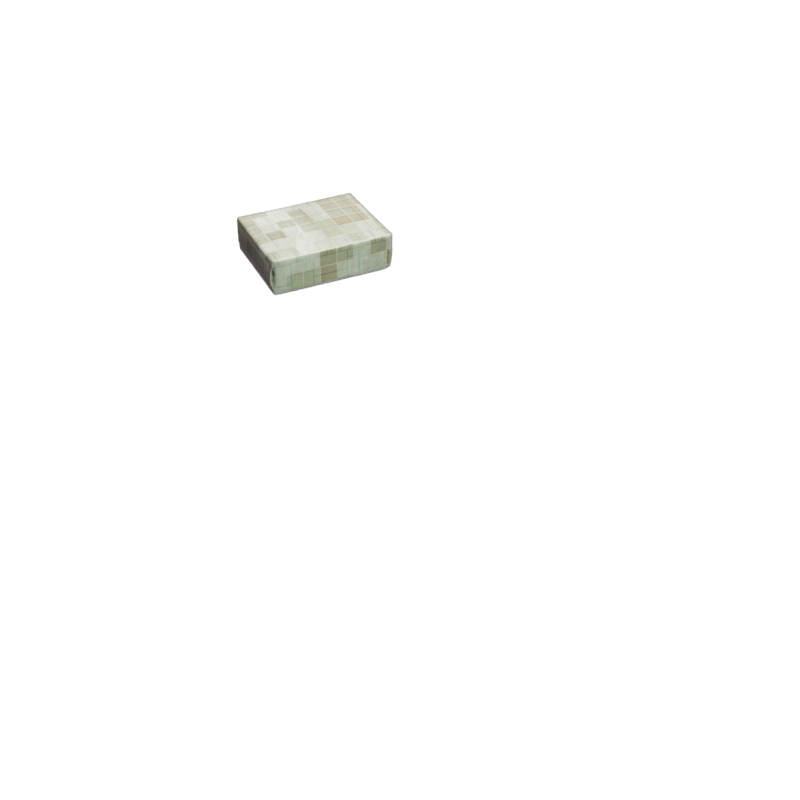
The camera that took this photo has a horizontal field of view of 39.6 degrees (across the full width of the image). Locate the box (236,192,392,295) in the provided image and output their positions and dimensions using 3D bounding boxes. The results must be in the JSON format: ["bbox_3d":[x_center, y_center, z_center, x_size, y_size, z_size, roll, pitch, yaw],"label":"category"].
[{"bbox_3d":[-0.075,-0.138,0.964,0.112,0.036,0.097,-14,37,-20],"label":"box"}]
